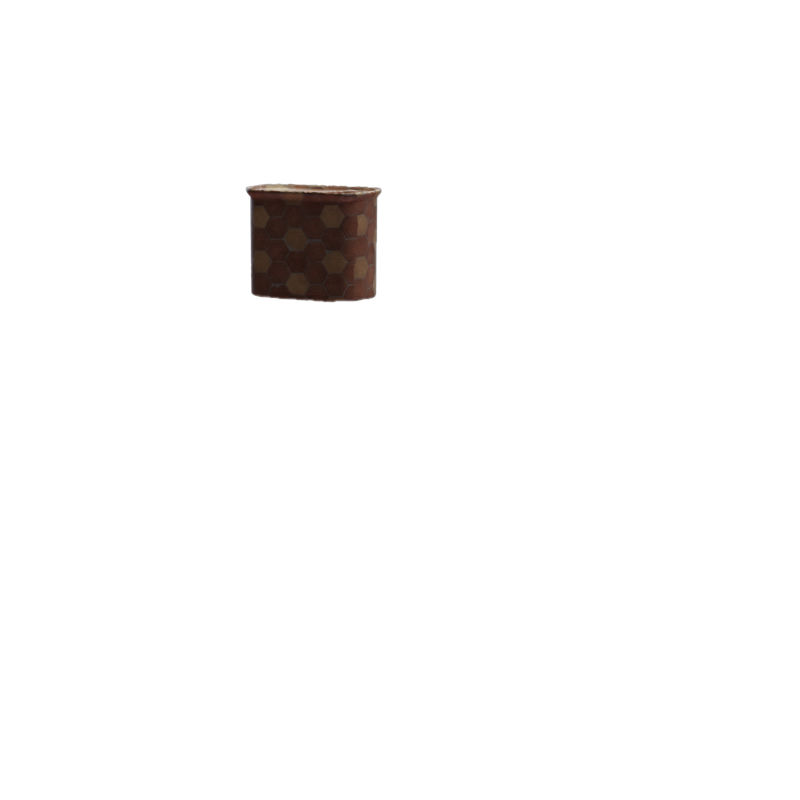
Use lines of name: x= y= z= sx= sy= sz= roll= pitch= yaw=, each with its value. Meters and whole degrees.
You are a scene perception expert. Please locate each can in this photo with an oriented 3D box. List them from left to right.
can: x=-0.067 y=-0.122 z=0.852 sx=0.105 sy=0.082 sz=0.057 roll=5 pitch=11 yaw=21
